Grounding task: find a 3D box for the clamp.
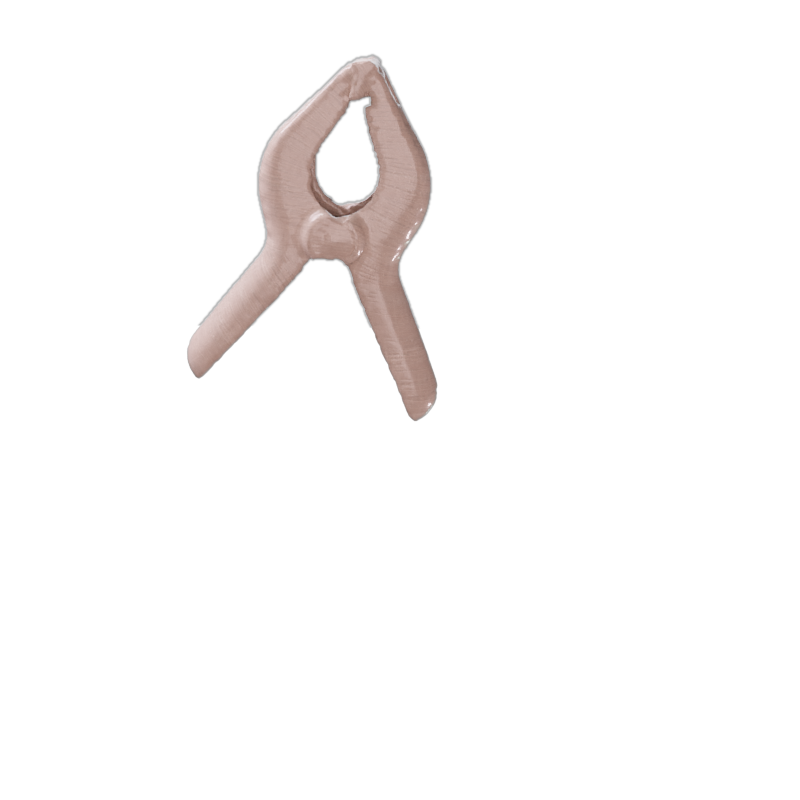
[{"bbox_3d":[-0.040,-0.074,0.516,0.120,0.166,0.040,1,13,-1],"label":"clamp"}]
